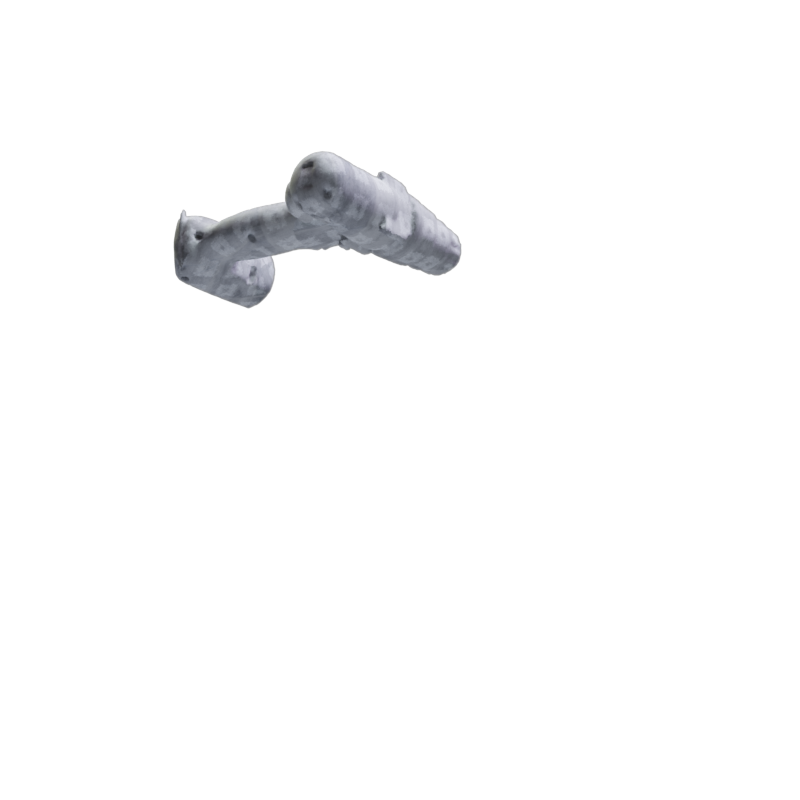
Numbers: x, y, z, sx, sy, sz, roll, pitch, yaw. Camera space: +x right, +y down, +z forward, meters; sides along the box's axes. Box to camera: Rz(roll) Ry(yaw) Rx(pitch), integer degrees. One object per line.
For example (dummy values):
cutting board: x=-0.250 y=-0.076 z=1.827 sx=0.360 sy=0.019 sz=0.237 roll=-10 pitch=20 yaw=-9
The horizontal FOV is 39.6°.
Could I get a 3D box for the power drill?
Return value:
power drill: x=-0.068 y=-0.123 z=0.863 sx=0.190 sy=0.060 sz=0.172 roll=-14 pitch=-24 yaw=34
